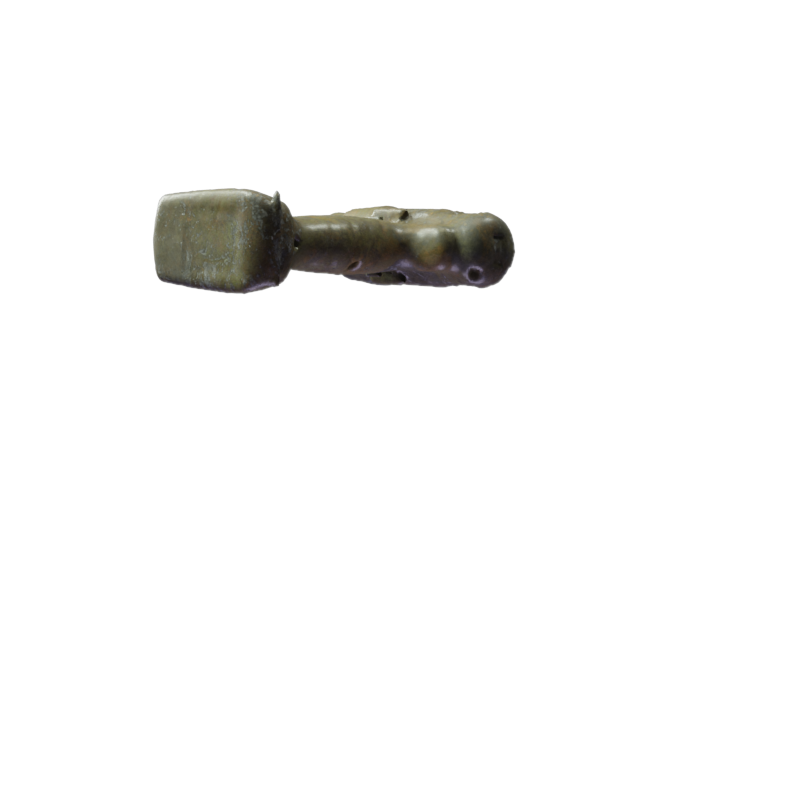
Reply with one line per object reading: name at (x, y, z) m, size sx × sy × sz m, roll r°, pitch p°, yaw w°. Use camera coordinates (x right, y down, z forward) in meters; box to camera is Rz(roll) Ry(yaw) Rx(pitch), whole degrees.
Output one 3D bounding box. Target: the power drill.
power drill at (-0.053, -0.097, 0.682) m, size 0.181 × 0.057 × 0.192 m, roll -6°, pitch 9°, yaw -41°
